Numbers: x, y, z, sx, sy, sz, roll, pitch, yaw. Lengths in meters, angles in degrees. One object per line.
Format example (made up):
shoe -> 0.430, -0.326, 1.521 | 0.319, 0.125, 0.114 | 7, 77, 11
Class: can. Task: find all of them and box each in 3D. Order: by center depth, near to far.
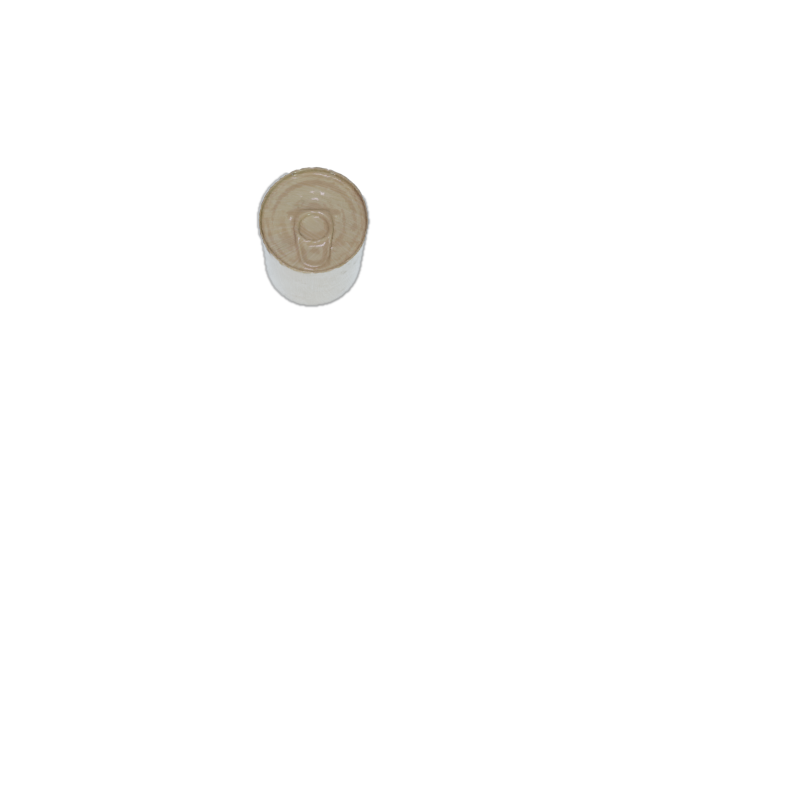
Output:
can -> -0.057, -0.104, 0.725 | 0.068, 0.071, 0.099 | 0, -10, -3
